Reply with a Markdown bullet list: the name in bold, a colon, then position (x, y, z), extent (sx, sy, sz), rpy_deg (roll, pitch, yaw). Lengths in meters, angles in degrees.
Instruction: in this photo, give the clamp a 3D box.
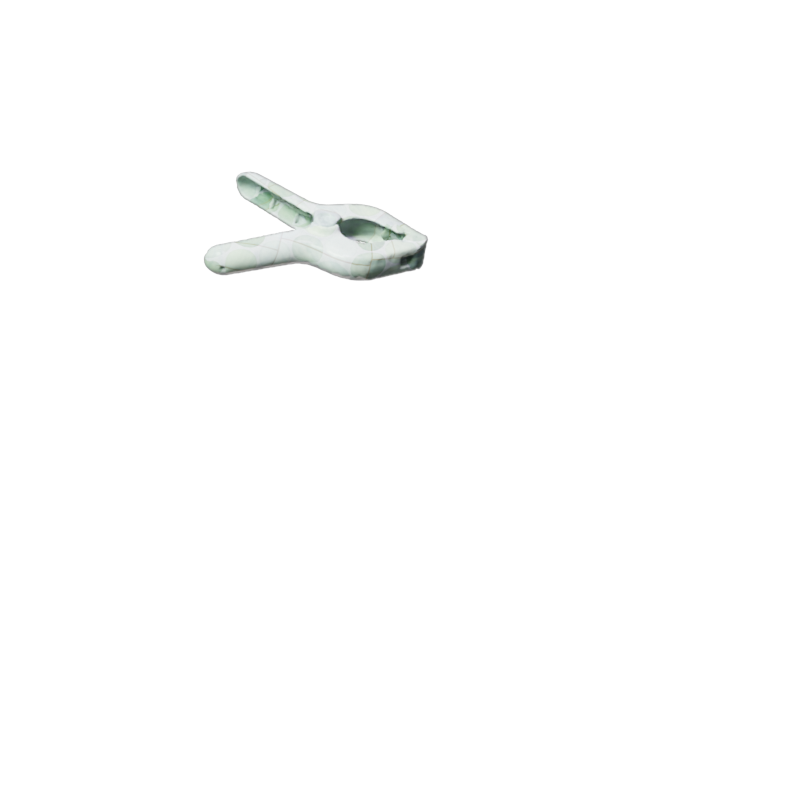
- **clamp**: position (-0.068, -0.125, 0.873), extent (0.176, 0.126, 0.036), rpy_deg (14, -41, 12)
